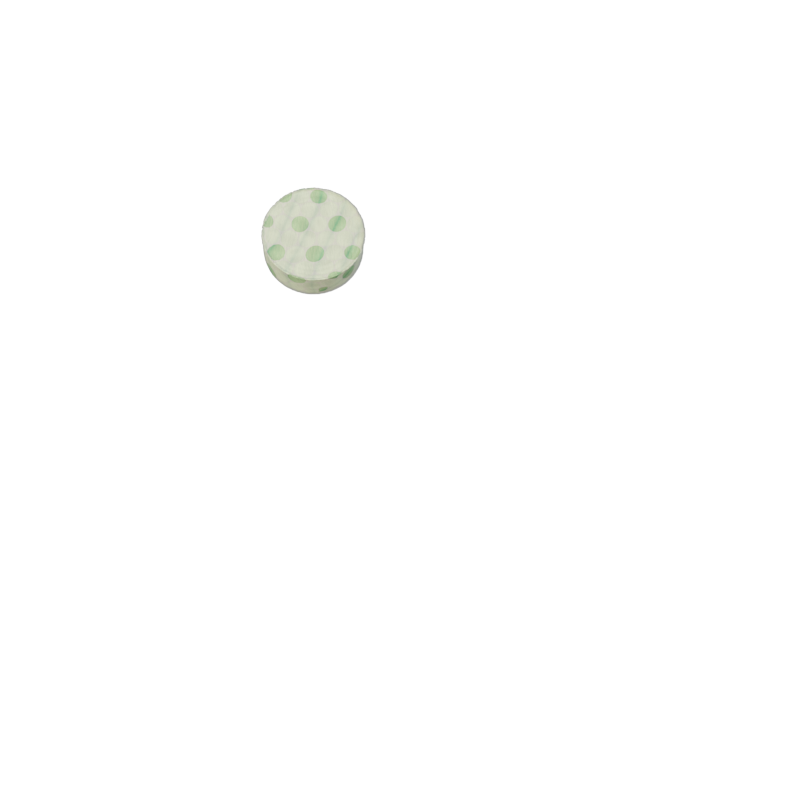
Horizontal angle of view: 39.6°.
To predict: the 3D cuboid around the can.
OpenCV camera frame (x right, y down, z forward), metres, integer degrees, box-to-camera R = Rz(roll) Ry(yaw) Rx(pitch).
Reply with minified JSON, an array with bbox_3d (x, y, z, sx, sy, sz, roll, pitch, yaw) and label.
[{"bbox_3d":[-0.073,-0.132,0.927,0.086,0.091,0.032,-1,-25,-1],"label":"can"}]
